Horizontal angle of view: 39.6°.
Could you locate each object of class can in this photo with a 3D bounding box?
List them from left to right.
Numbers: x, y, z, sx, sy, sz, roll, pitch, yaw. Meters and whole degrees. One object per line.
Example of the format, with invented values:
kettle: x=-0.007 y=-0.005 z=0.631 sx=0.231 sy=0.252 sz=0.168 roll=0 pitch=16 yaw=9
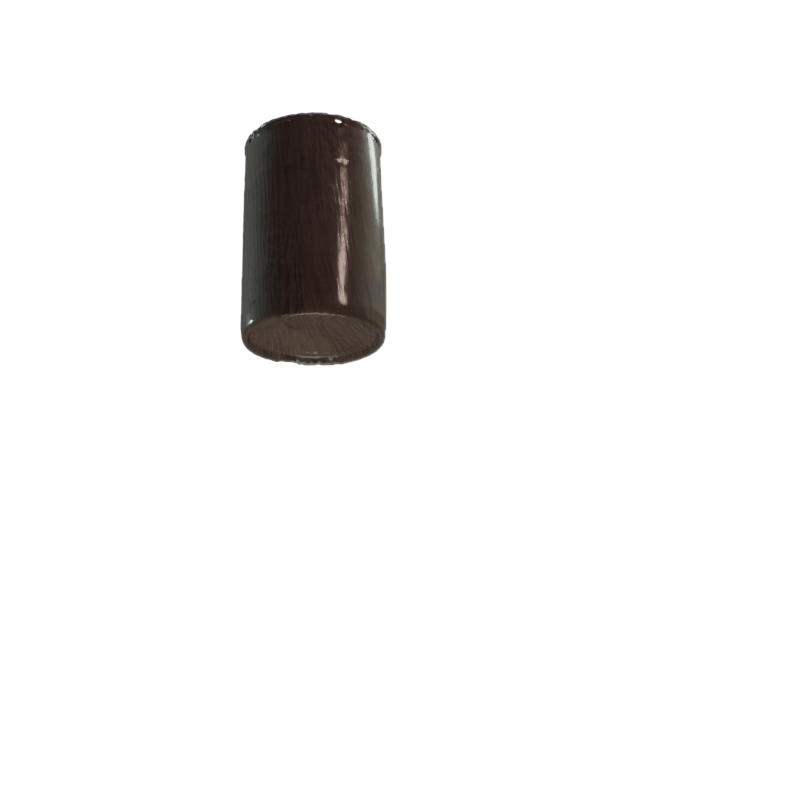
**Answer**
can: x=-0.041 y=-0.075 z=0.525 sx=0.068 sy=0.108 sz=0.065 roll=0 pitch=-24 yaw=-2
